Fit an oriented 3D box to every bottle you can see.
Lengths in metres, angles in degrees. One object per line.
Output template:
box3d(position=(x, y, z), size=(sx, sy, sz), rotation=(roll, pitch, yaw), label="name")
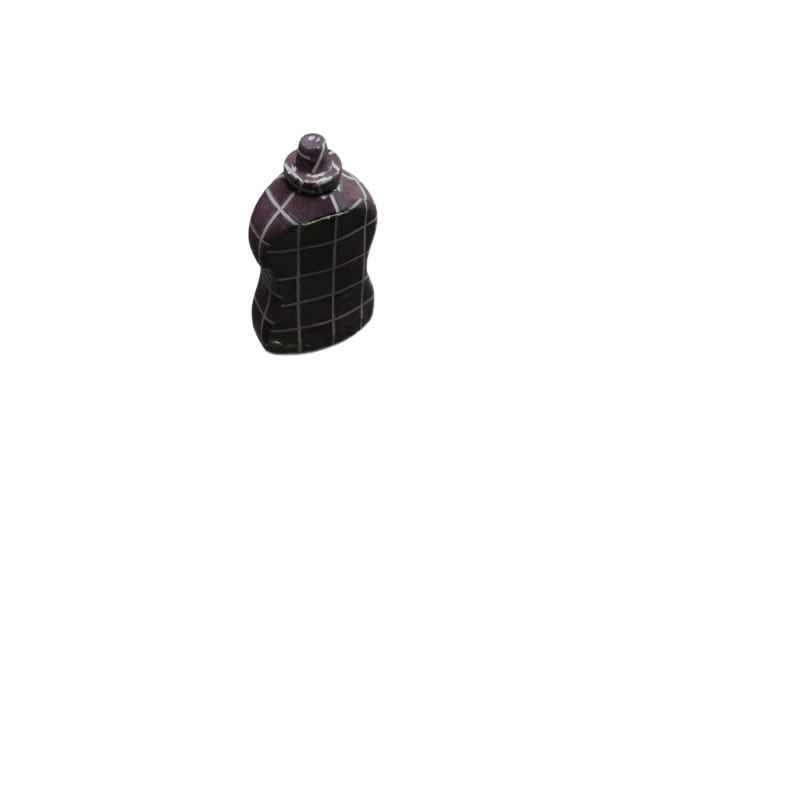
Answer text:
box3d(position=(-0.064, -0.117, 0.820), size=(0.095, 0.063, 0.179), rotation=(-17, -38, -17), label="bottle")
